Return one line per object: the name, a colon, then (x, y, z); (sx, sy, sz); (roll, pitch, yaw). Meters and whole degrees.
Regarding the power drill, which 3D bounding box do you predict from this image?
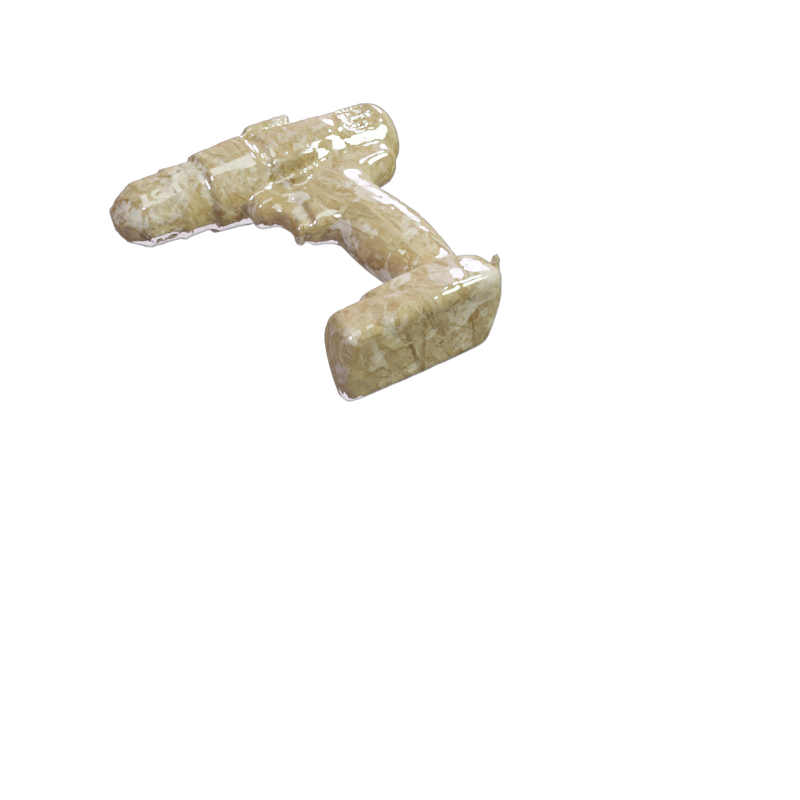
power drill: (-0.049, -0.089, 0.622); (0.183, 0.053, 0.202); (-24, 53, -20)
